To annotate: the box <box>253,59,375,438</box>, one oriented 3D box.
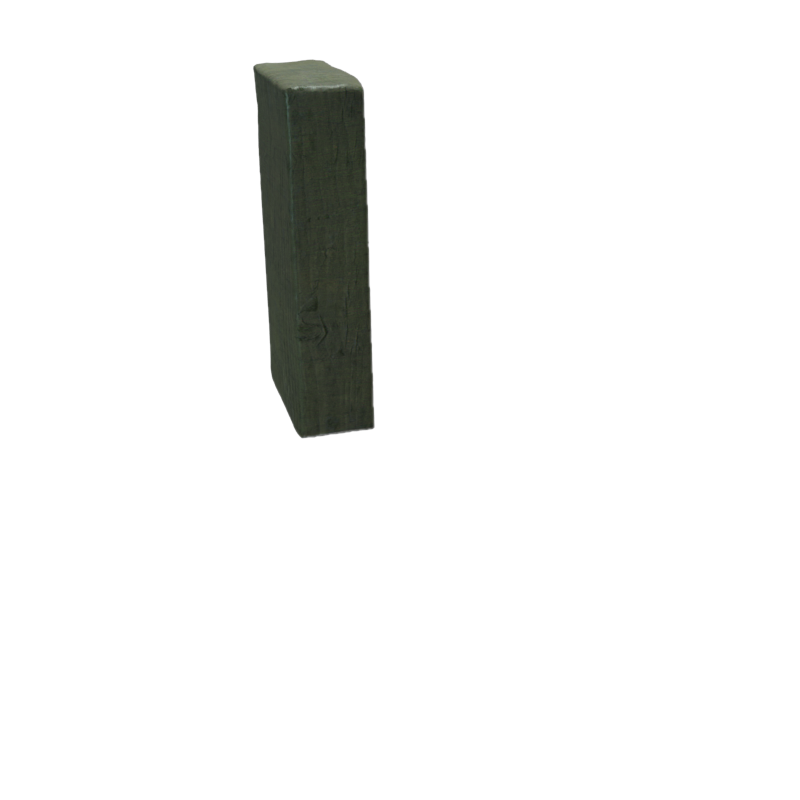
[{"bbox_3d":[-0.044,-0.081,0.570,0.047,0.169,0.099,-3,19,-15],"label":"box"}]
